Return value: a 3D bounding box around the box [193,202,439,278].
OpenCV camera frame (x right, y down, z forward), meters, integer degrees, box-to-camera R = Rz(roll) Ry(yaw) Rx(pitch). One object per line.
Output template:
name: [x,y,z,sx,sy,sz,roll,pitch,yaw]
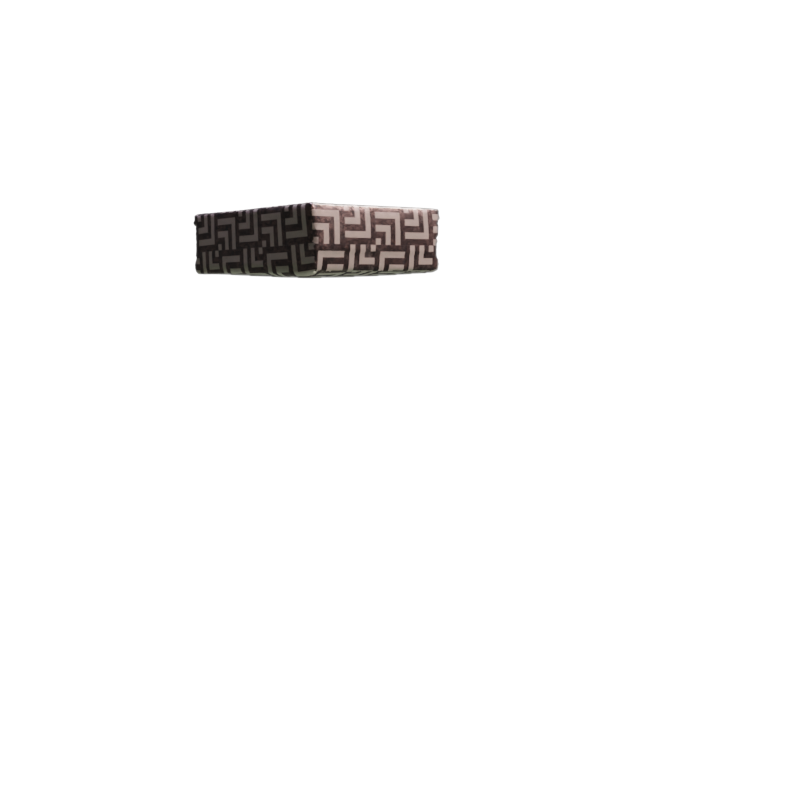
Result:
box: [-0.048,-0.088,0.617,0.087,0.039,0.118,-6,9,-40]
